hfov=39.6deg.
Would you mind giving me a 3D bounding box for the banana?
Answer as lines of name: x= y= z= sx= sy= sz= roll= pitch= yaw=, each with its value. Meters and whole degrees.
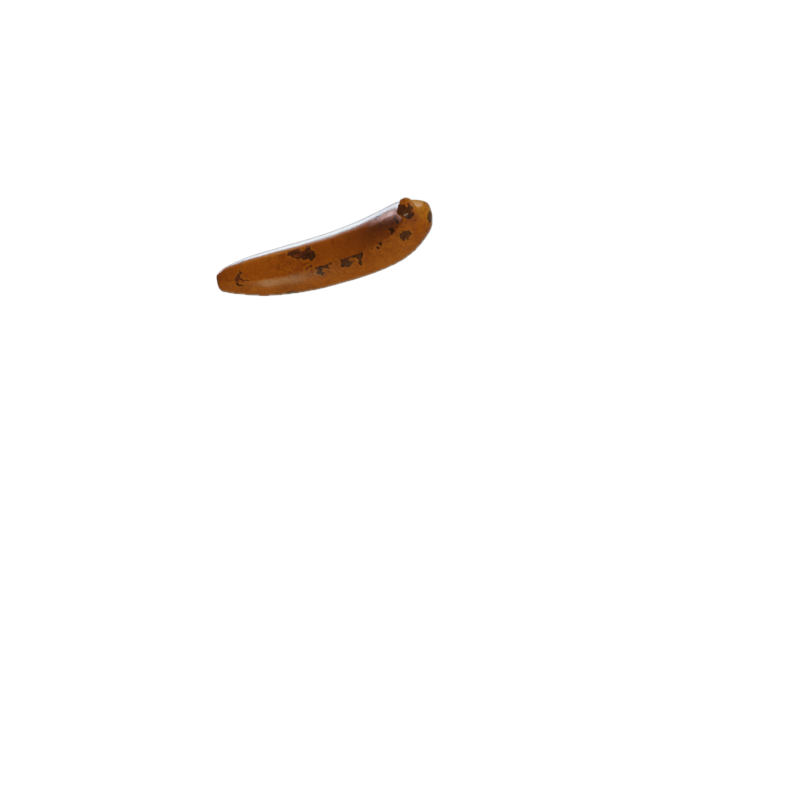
banana: x=-0.044 y=-0.107 z=0.773 sx=0.200 sy=0.038 sz=0.065 roll=-16 pitch=-24 yaw=42
